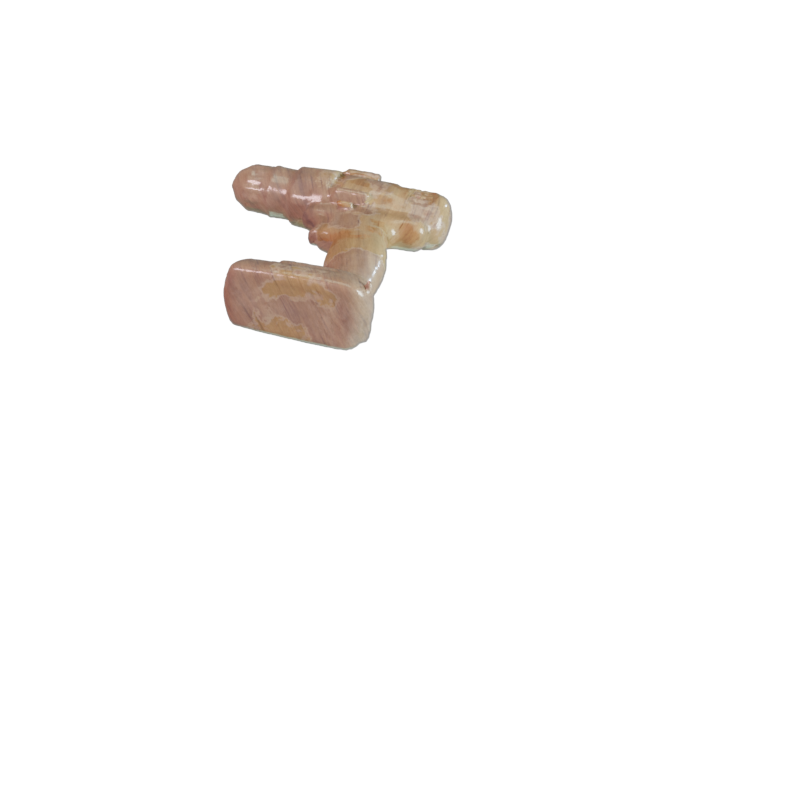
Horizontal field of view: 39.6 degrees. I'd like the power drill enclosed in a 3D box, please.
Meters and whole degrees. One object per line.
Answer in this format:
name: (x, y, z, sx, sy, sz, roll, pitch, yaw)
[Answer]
power drill: (-0.066, -0.121, 0.847, 0.189, 0.054, 0.196, 10, 38, 13)
